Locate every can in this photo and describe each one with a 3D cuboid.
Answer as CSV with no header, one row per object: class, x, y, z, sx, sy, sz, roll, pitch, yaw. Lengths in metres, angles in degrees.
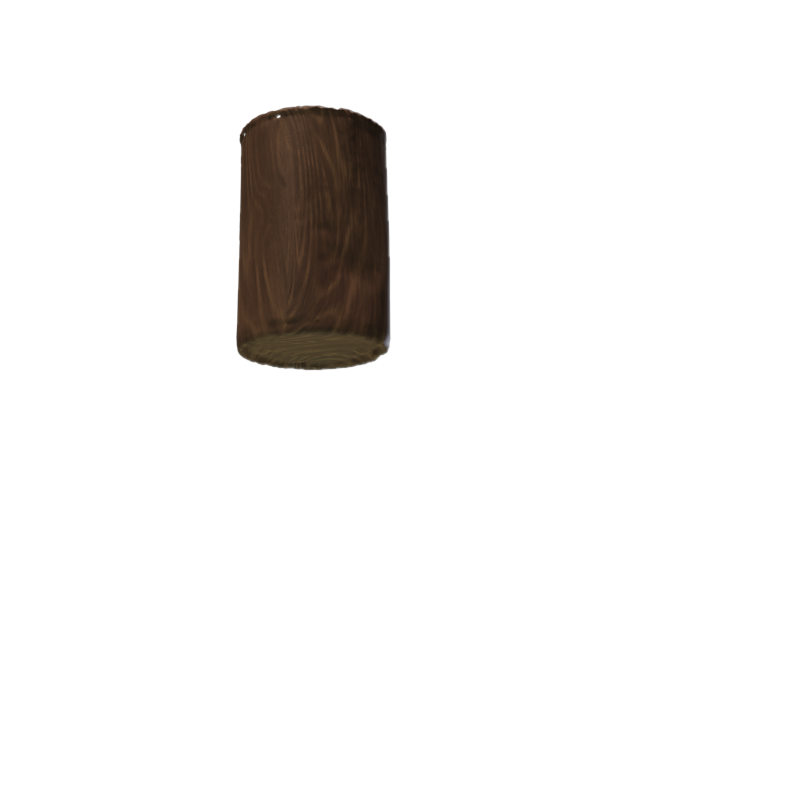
can,-0.039,-0.071,0.494,0.068,0.107,0.066,0,-17,-2
